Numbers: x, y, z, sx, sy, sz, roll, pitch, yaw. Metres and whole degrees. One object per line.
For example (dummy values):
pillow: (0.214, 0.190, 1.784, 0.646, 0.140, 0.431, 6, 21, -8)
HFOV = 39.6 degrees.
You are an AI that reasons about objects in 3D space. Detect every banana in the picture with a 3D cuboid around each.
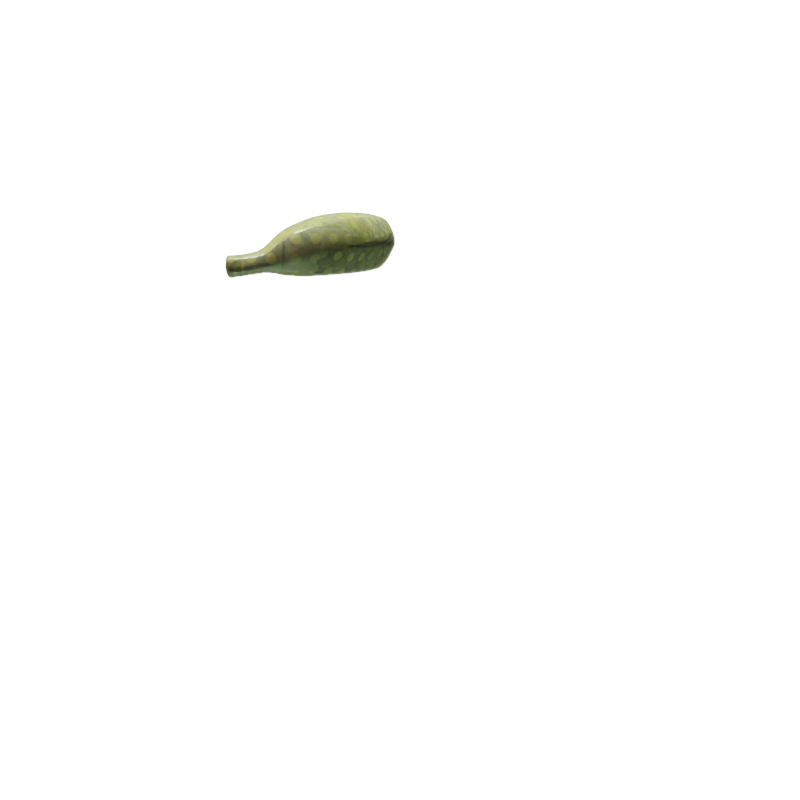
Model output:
banana: (-0.039, -0.099, 0.698, 0.071, 0.036, 0.195, 2, 9, 17)
